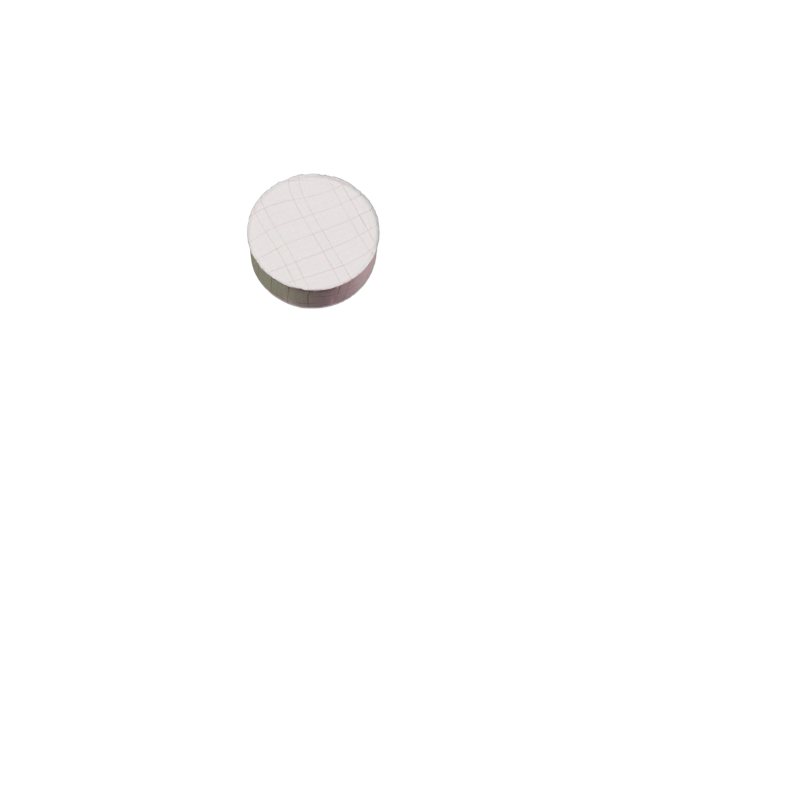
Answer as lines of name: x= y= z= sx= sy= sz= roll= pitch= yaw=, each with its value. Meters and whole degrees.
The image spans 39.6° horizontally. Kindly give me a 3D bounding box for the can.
can: x=-0.057 y=-0.104 z=0.730 sx=0.086 sy=0.091 sz=0.032 roll=-1 pitch=-26 yaw=-1
